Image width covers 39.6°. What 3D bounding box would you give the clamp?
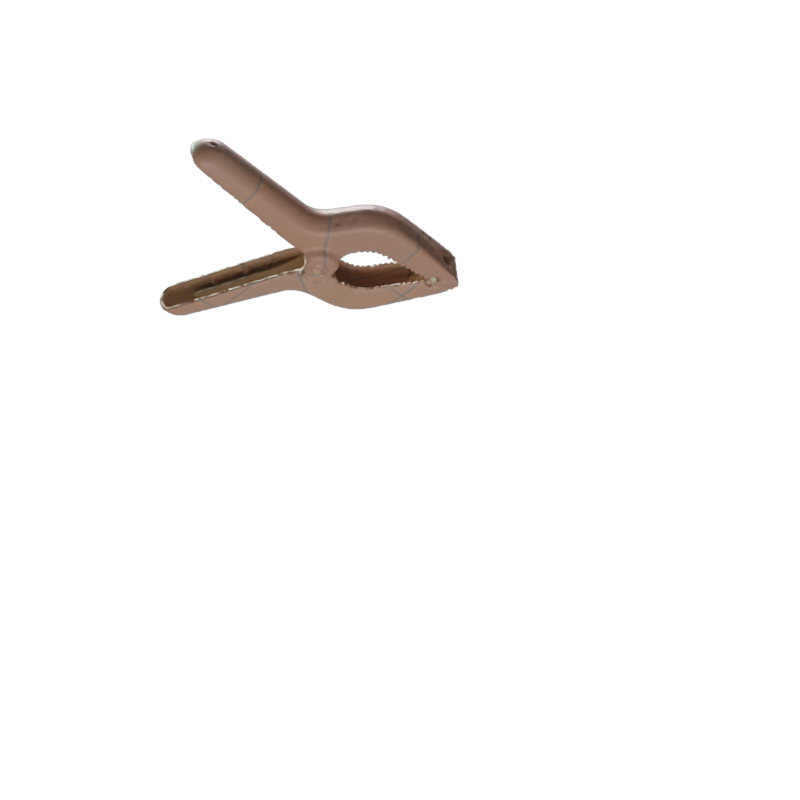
[{"bbox_3d":[-0.060,-0.109,0.766,0.208,0.039,0.155,4,-38,-6],"label":"clamp"}]
